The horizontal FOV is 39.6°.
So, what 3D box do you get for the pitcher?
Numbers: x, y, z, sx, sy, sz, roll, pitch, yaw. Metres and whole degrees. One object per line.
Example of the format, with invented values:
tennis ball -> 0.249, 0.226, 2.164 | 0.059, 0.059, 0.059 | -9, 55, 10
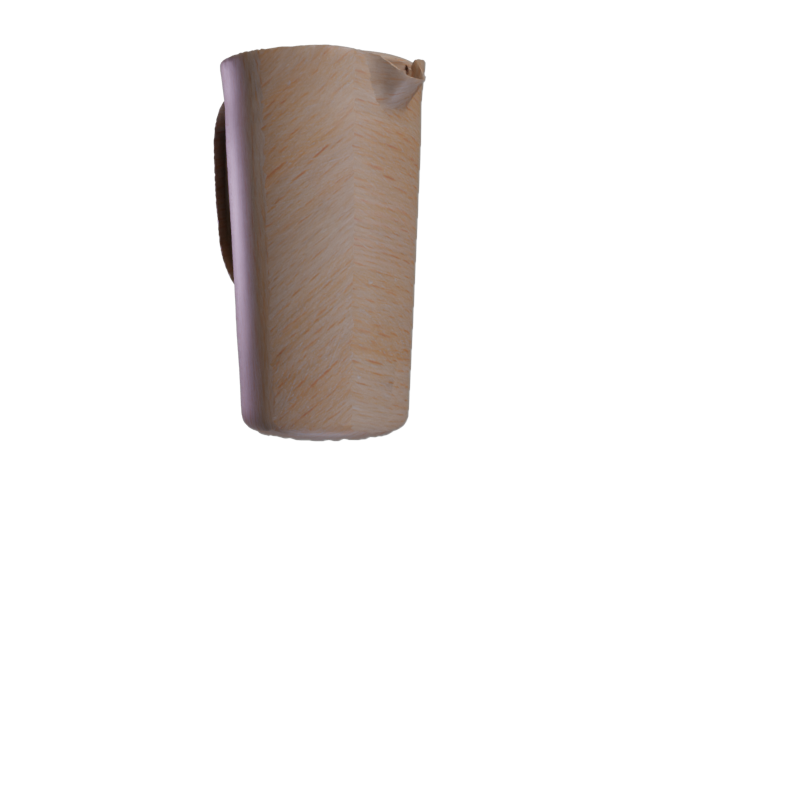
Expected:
pitcher -> -0.057, -0.103, 0.723 | 0.145, 0.243, 0.149 | 0, 1, -1
